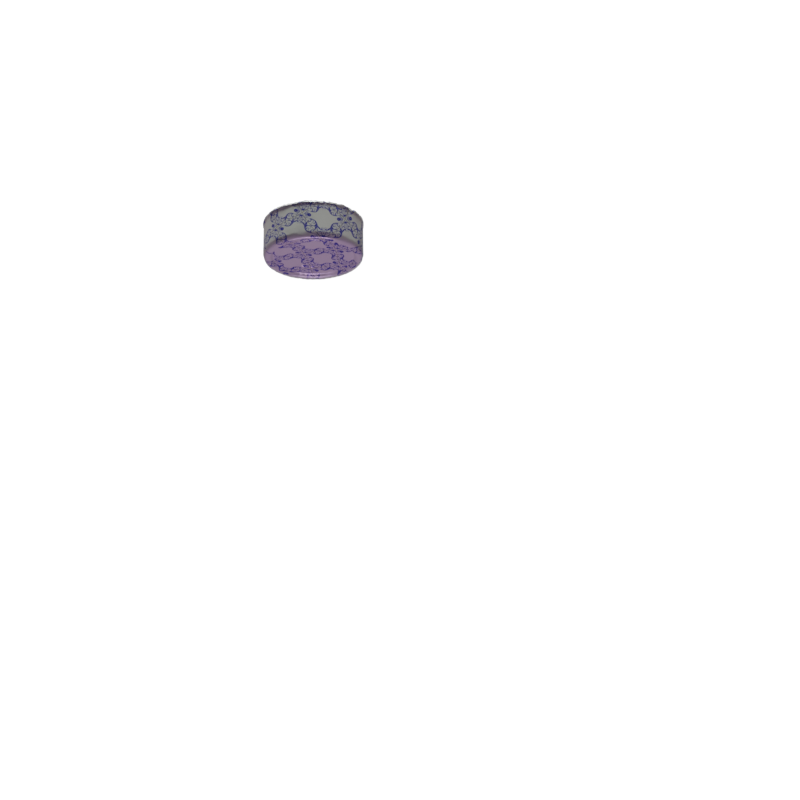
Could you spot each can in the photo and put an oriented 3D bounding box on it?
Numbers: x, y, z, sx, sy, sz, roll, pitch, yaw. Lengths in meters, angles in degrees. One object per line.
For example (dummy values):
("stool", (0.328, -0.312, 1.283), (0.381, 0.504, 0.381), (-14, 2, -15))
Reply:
("can", (-0.073, -0.134, 0.937), (0.086, 0.035, 0.082), (0, -21, -2))
